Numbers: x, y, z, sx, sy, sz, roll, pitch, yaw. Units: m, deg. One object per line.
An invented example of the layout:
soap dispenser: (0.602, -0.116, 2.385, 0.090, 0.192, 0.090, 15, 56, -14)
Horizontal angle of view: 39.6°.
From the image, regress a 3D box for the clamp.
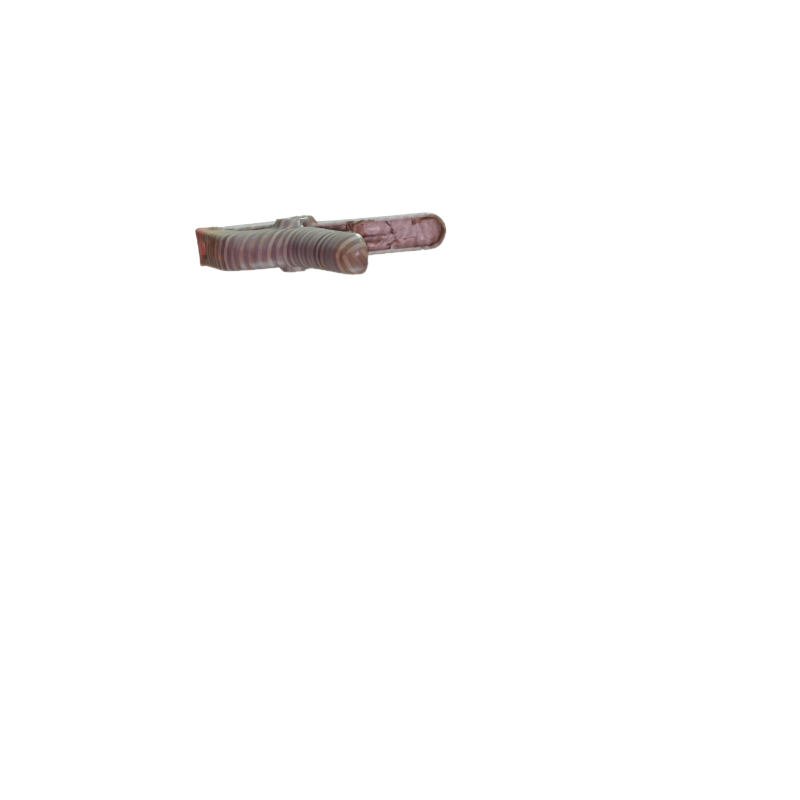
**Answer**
clamp: (-0.058, -0.106, 0.743, 0.179, 0.038, 0.117, 9, 14, 38)
